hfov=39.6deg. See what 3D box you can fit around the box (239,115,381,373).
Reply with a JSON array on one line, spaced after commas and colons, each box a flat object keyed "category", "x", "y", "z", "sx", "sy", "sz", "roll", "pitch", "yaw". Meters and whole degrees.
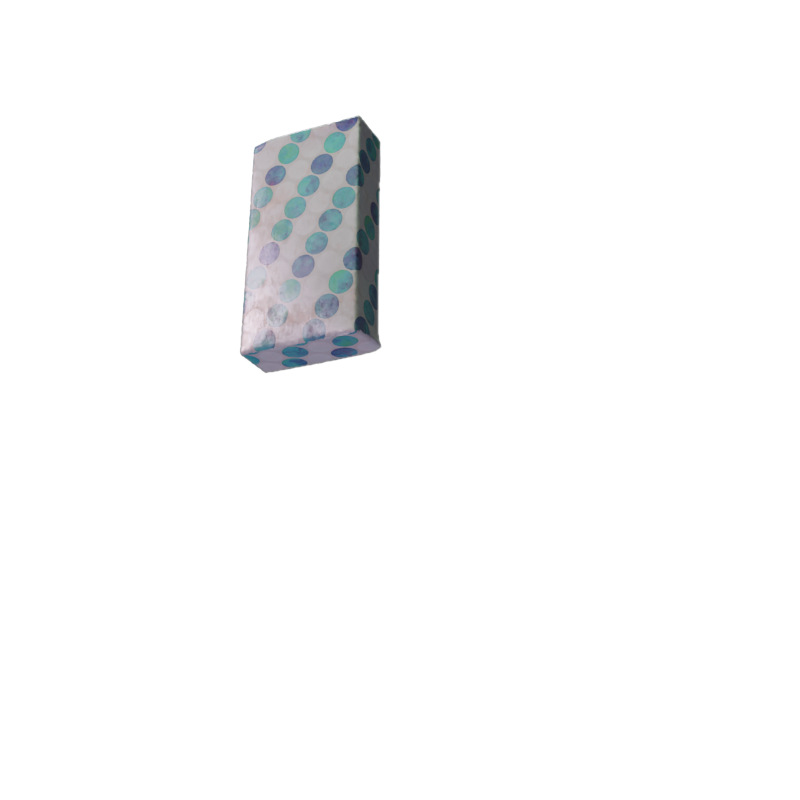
[{"category": "box", "x": -0.063, "y": -0.114, "z": 0.798, "sx": 0.095, "sy": 0.187, "sz": 0.045, "roll": -13, "pitch": -28, "yaw": 22}]
